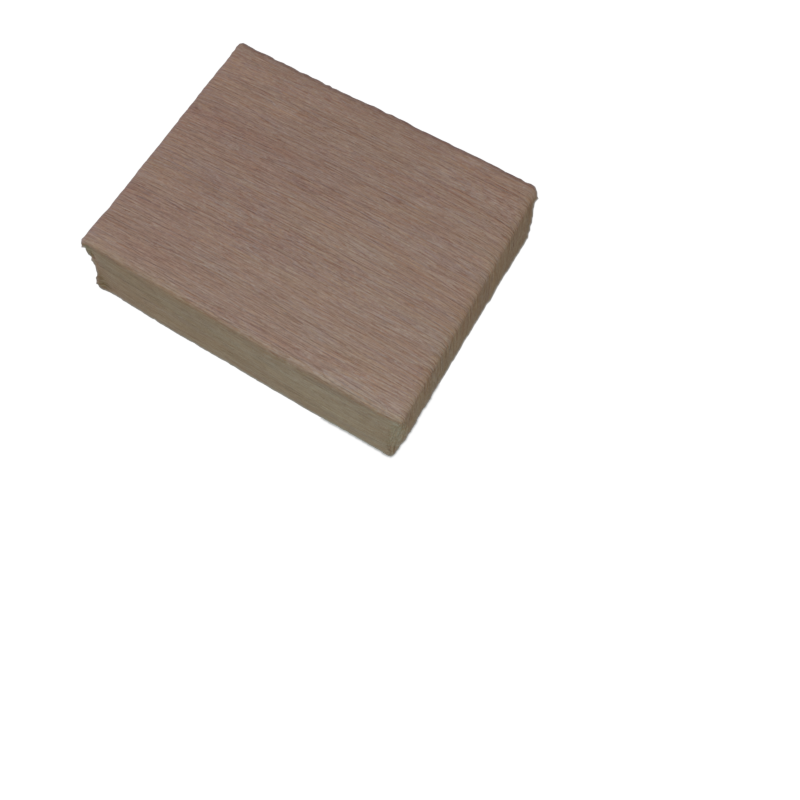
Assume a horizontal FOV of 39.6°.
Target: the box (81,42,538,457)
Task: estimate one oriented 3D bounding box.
[{"bbox_3d":[-0.027,-0.050,0.349,0.117,0.092,0.037,27,-25,13],"label":"box"}]
